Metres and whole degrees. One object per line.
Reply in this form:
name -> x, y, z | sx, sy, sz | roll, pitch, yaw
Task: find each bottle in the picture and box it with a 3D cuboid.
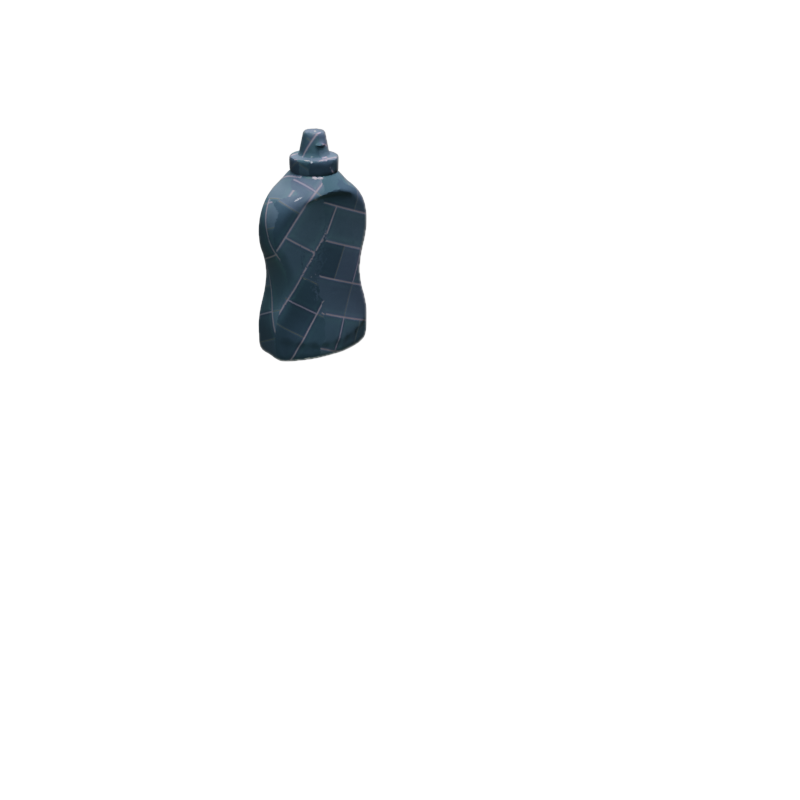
bottle -> -0.073, -0.133, 0.934 | 0.094, 0.183, 0.062 | -12, 24, -32
